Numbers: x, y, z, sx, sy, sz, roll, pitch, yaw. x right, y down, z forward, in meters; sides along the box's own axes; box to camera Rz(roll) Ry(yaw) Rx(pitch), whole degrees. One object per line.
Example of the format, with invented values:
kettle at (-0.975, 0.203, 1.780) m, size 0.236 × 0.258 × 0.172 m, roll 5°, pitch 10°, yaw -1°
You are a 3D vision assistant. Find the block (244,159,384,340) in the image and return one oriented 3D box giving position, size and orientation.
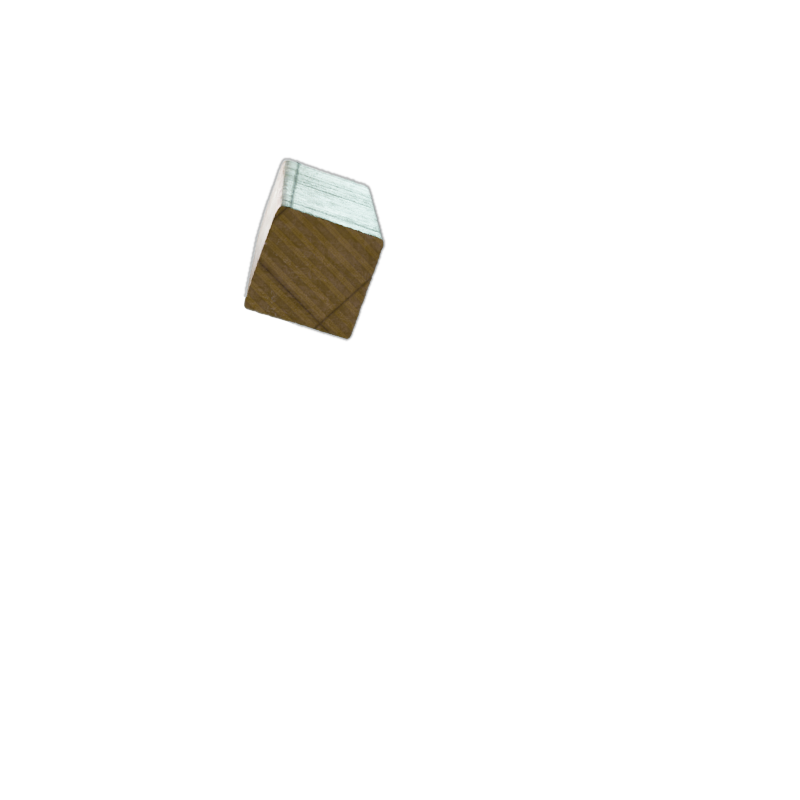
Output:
block at (-0.075, -0.138, 0.961) m, size 0.089 × 0.088 × 0.215 m, roll 17°, pitch 18°, yaw -10°
